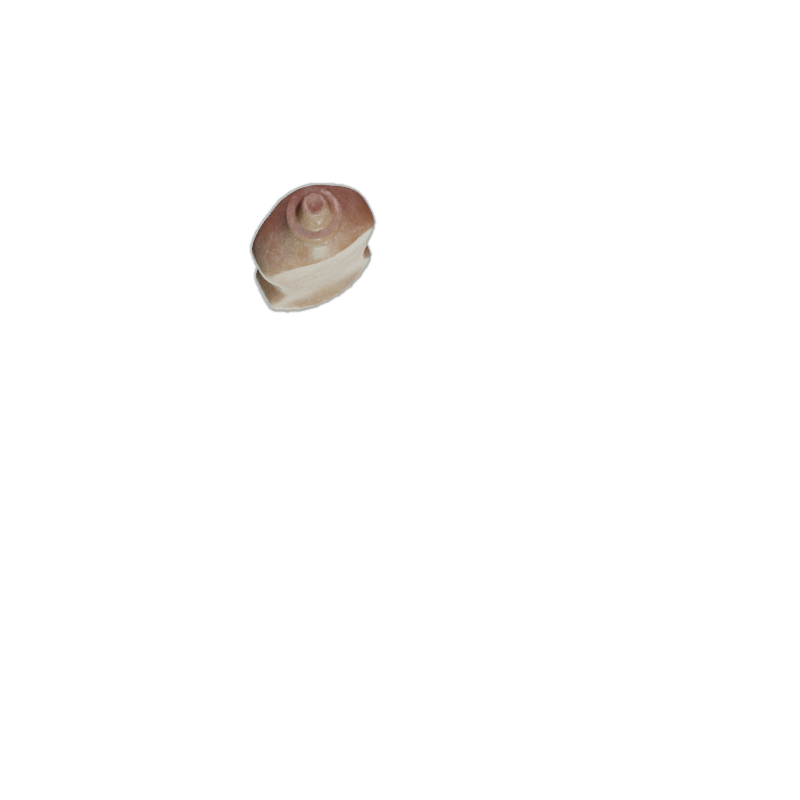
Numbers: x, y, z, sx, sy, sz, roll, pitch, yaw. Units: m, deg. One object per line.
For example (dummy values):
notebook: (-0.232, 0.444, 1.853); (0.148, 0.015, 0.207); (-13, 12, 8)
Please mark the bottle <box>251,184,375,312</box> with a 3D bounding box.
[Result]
bottle: (-0.067, -0.121, 0.852); (0.096, 0.060, 0.186); (-25, -7, -8)
